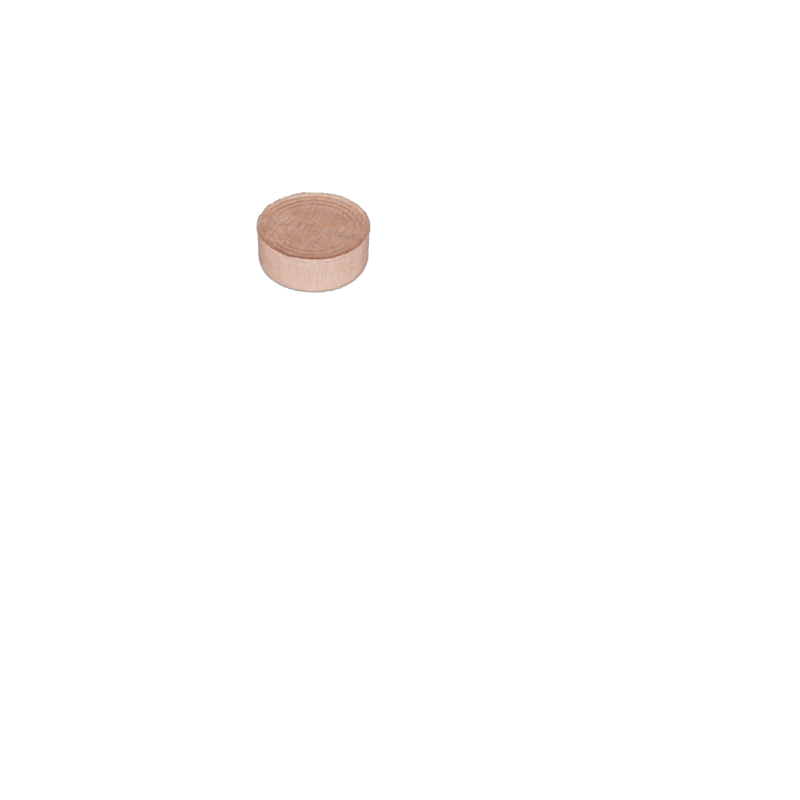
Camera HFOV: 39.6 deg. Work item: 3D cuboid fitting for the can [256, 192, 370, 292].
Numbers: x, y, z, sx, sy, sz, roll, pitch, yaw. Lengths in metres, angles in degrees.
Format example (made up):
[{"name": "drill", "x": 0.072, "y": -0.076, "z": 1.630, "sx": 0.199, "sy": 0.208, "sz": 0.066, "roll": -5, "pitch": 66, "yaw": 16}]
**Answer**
[{"name": "can", "x": -0.066, "y": -0.120, "z": 0.841, "sx": 0.086, "sy": 0.031, "sz": 0.092, "roll": -1, "pitch": 42, "yaw": -2}]
